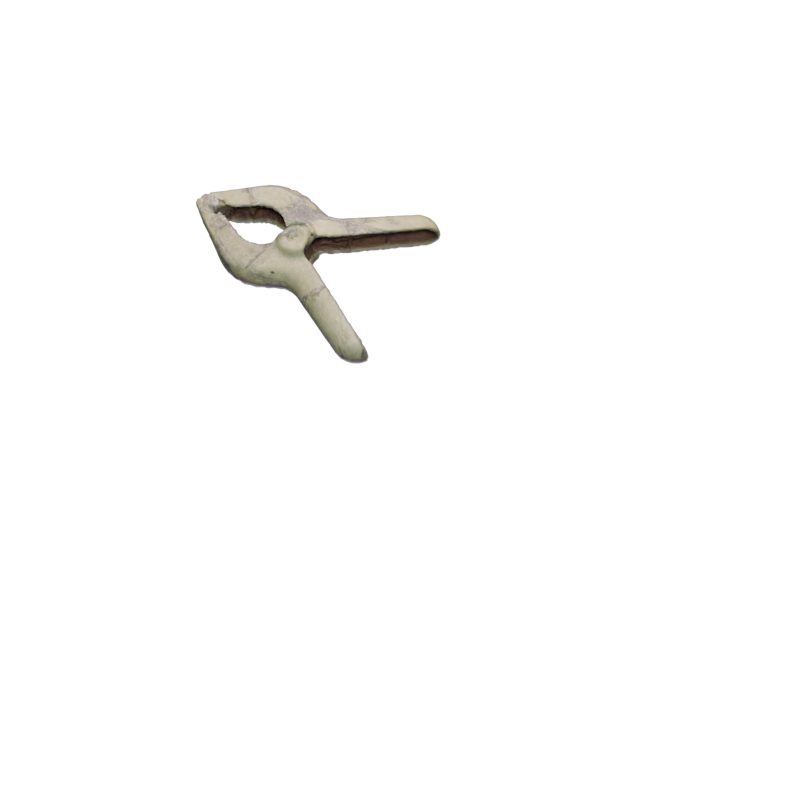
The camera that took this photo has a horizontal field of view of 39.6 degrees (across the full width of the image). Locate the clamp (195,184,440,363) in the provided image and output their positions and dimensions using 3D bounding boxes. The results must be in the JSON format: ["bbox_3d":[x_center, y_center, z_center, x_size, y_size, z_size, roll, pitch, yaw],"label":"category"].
[{"bbox_3d":[-0.061,-0.111,0.779,0.180,0.122,0.037,33,-27,19],"label":"clamp"}]
